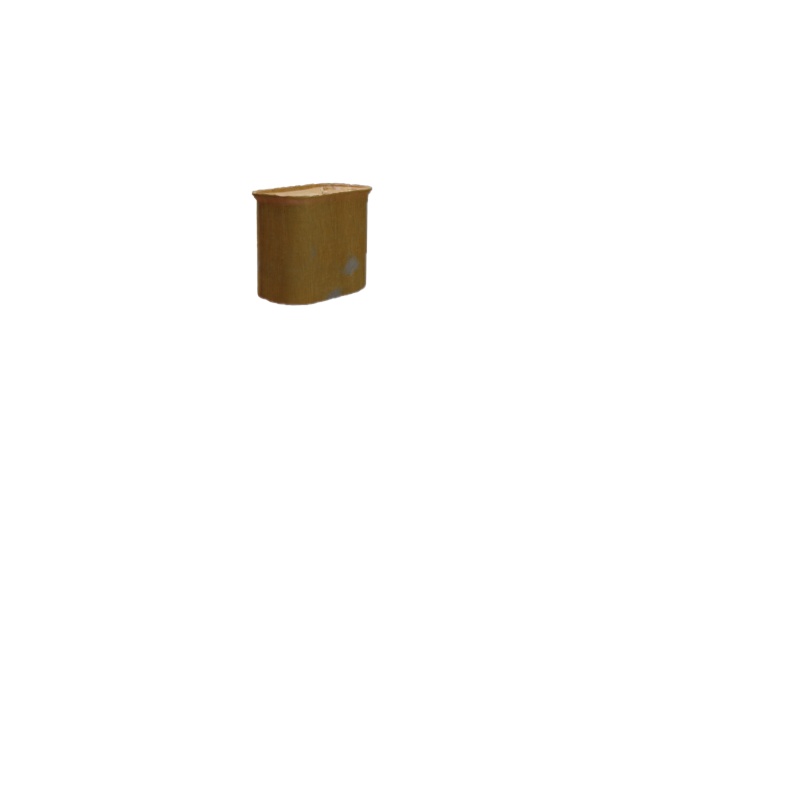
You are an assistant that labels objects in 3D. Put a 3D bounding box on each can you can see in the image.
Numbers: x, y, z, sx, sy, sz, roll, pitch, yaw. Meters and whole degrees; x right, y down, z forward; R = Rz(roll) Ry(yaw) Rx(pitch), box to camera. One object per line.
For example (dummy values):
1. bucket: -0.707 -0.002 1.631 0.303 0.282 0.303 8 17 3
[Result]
1. can: -0.068 -0.124 0.866 0.060 0.082 0.100 9 16 35
